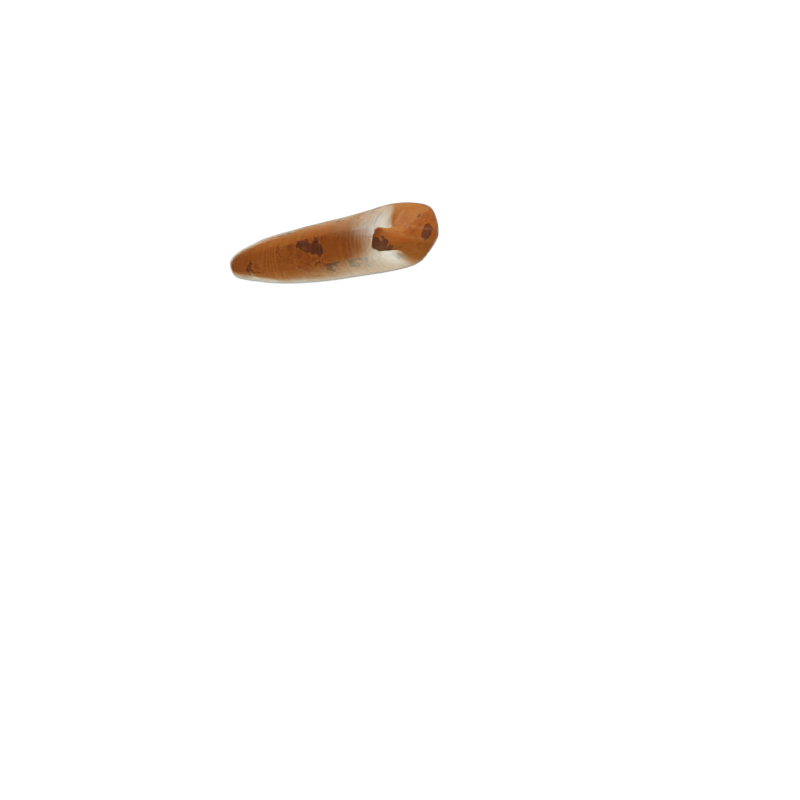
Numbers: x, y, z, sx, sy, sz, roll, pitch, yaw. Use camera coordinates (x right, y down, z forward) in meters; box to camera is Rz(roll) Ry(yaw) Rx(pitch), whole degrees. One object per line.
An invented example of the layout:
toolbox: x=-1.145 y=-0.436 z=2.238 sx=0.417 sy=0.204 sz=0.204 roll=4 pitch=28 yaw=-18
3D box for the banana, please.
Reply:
banana: x=-0.033 y=-0.093 z=0.653 sx=0.067 sy=0.037 sz=0.203 roll=1 pitch=-1 yaw=-30
